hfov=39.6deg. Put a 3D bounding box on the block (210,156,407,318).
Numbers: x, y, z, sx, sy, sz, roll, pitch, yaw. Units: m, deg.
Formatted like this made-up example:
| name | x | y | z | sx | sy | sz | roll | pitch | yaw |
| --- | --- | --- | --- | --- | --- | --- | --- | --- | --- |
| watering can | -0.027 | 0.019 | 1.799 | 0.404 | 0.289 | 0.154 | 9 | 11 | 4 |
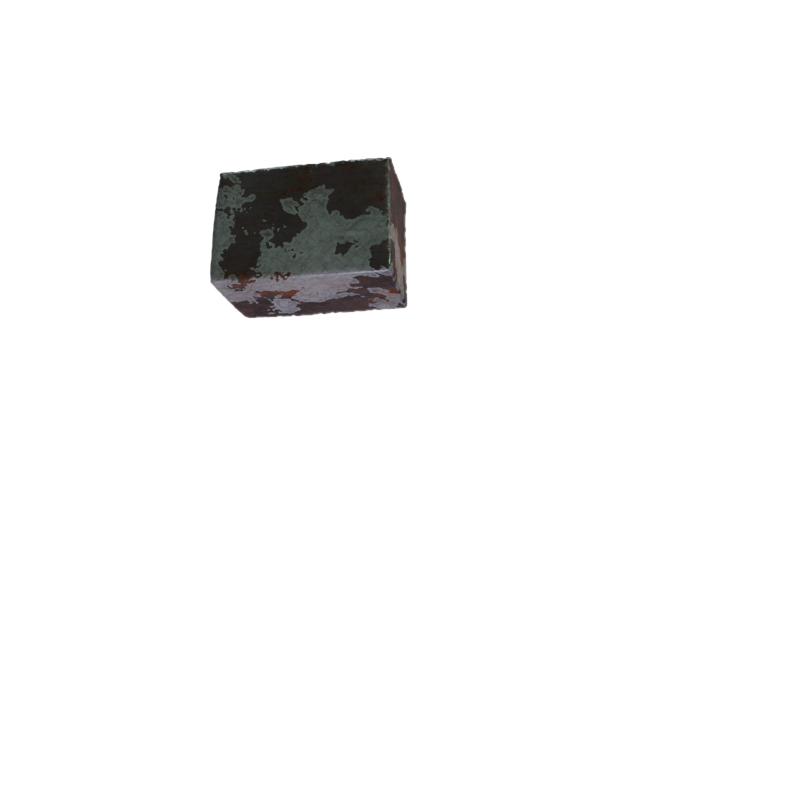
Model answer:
| name | x | y | z | sx | sy | sz | roll | pitch | yaw |
| --- | --- | --- | --- | --- | --- | --- | --- | --- | --- |
| block | -0.038 | -0.069 | 0.486 | 0.079 | 0.054 | 0.050 | -3 | -18 | 10 |
